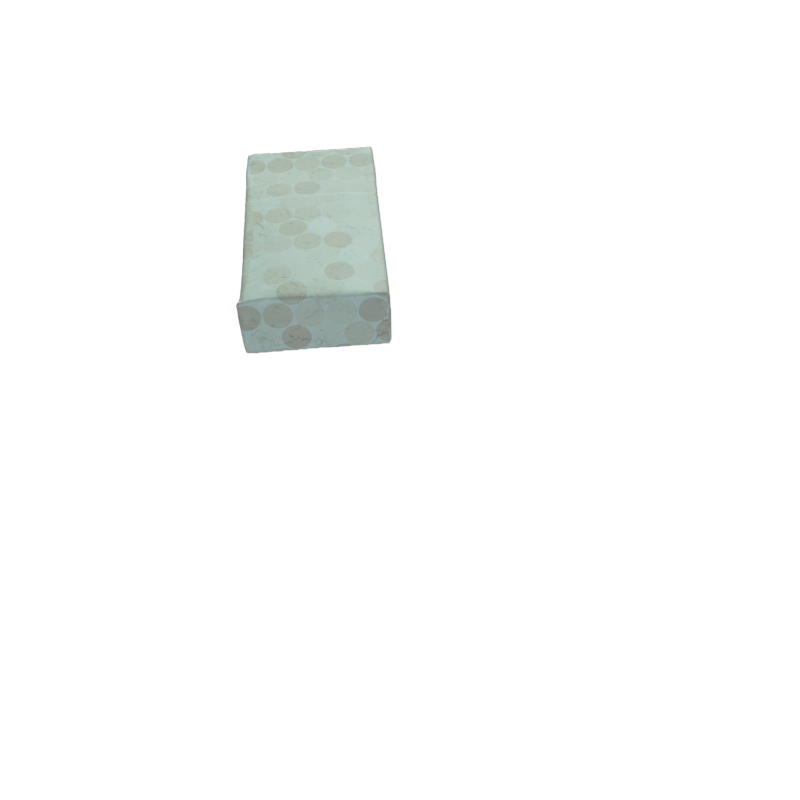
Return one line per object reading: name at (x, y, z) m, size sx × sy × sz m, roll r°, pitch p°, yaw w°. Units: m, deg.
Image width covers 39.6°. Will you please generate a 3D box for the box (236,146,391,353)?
box at (-0.058, -0.105, 0.738) m, size 0.093 × 0.045 × 0.189 m, roll -4°, pitch 38°, yaw 0°
